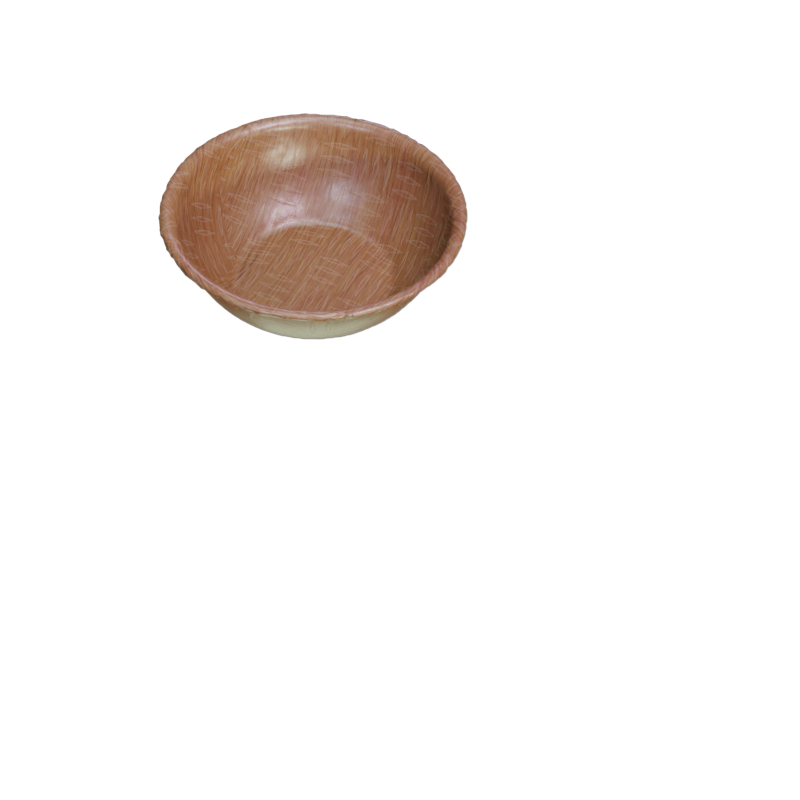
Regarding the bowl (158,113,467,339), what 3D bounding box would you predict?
[{"bbox_3d":[-0.047,-0.085,0.598,0.162,0.174,0.051,-1,-43,-1],"label":"bowl"}]
